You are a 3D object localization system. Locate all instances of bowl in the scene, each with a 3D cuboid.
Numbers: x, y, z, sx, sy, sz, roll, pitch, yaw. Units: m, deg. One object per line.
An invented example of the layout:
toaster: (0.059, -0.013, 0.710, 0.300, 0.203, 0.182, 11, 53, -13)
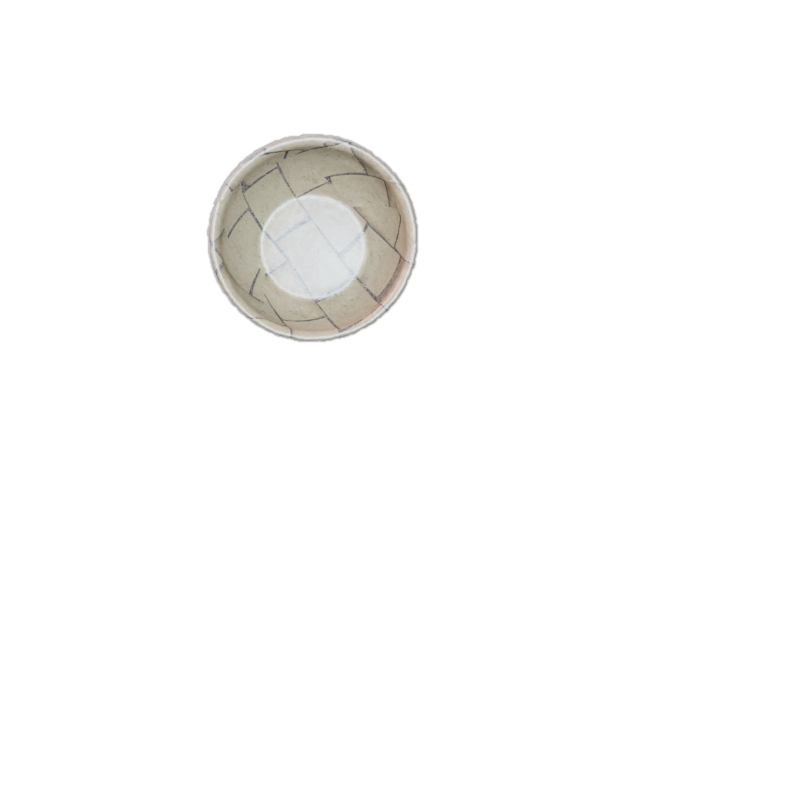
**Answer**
bowl: (-0.069, -0.126, 0.880, 0.162, 0.165, 0.054, 0, -8, 0)
